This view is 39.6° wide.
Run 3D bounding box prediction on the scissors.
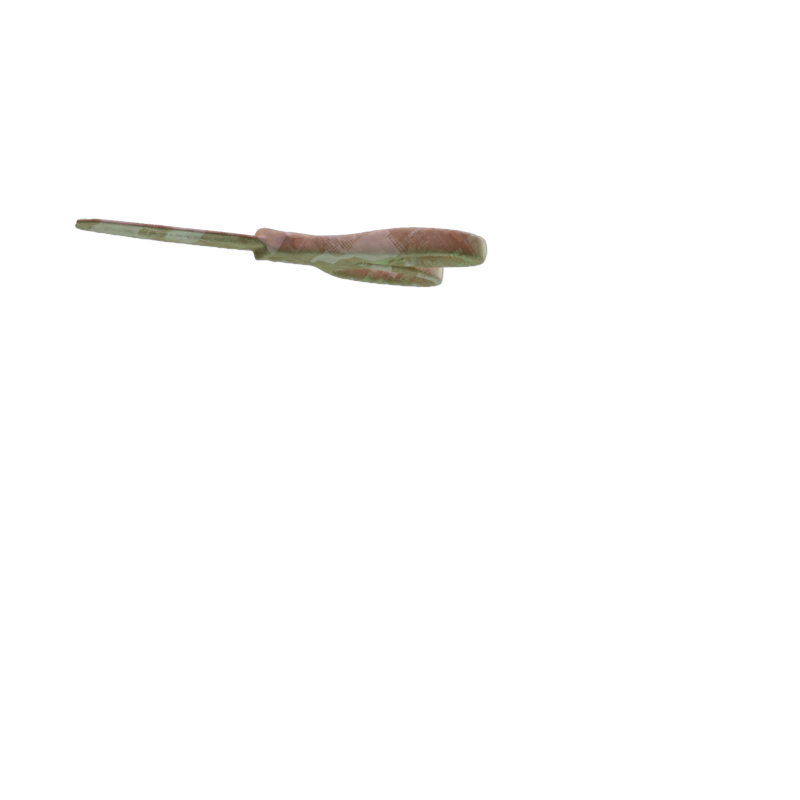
[{"bbox_3d":[-0.041,-0.075,0.524,0.192,0.016,0.099,5,-7,-44],"label":"scissors"}]
